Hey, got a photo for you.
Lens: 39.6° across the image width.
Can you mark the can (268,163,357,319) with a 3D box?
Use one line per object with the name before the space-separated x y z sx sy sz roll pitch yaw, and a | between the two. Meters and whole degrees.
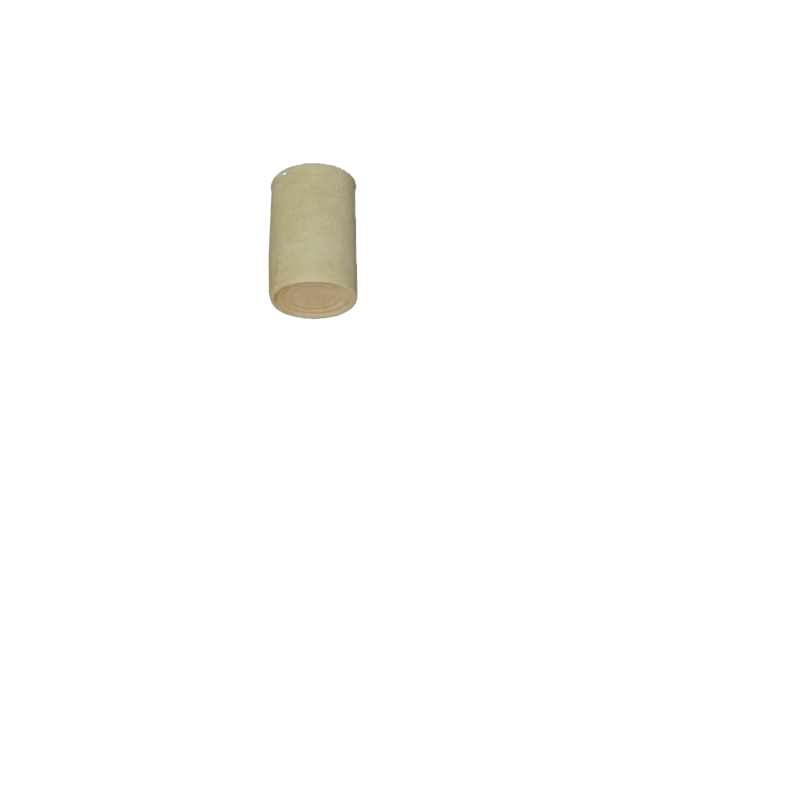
can | -0.067 -0.122 0.856 0.068 0.108 0.065 0 -27 -2
